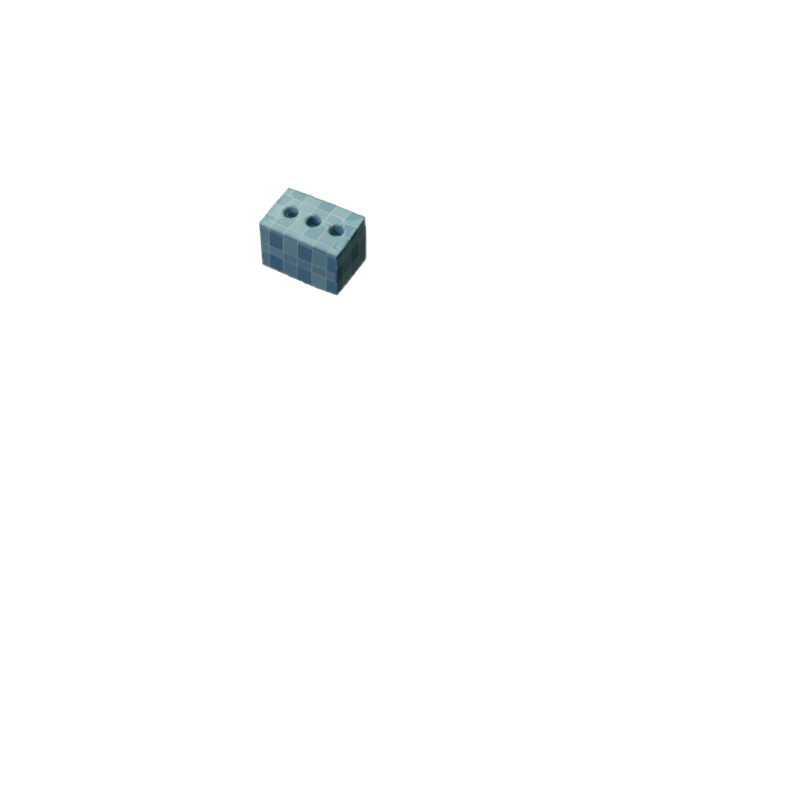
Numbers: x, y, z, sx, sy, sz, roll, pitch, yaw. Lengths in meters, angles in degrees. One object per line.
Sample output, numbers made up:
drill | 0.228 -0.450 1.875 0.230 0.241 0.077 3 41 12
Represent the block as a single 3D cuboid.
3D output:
block | -0.074 -0.135 0.943 0.081 0.054 0.048 23 -37 17
